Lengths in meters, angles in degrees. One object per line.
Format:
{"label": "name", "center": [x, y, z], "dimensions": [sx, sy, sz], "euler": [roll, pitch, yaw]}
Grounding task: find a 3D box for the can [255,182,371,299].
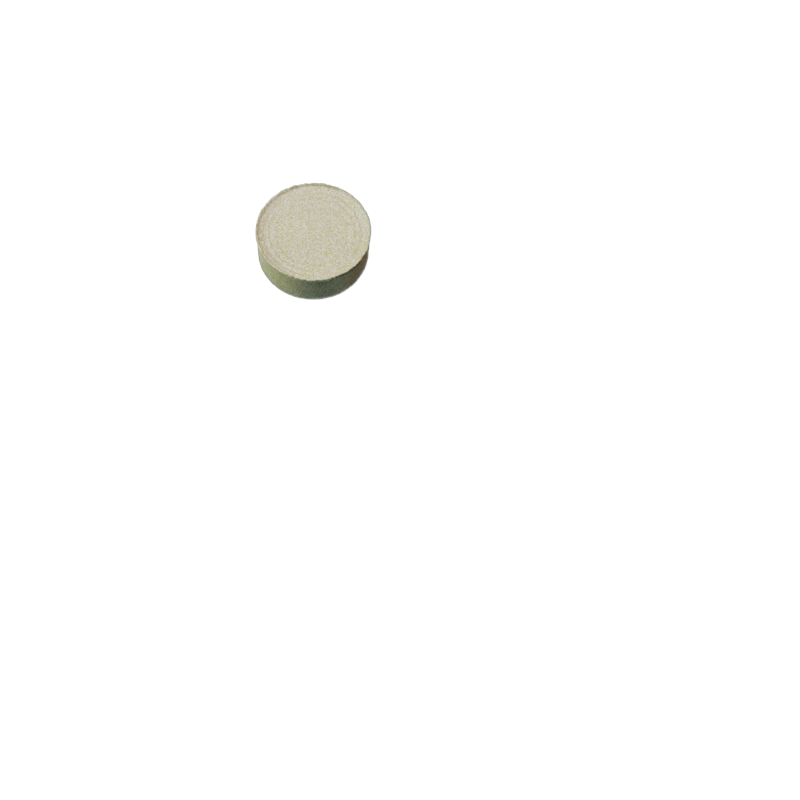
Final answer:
{"label": "can", "center": [-0.065, -0.119, 0.832], "dimensions": [0.086, 0.091, 0.032], "euler": [-1, -29, -1]}
